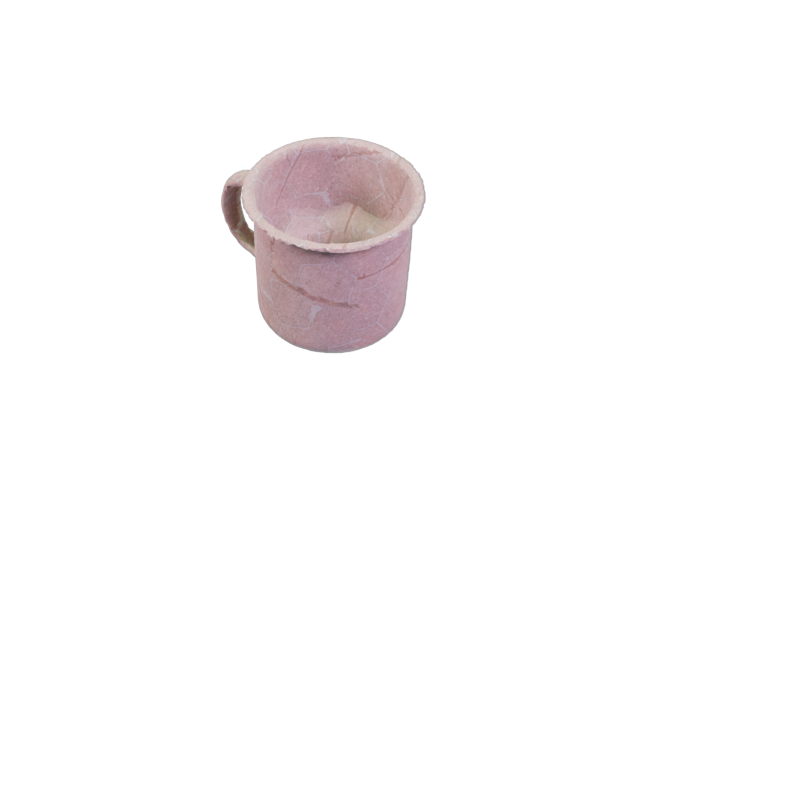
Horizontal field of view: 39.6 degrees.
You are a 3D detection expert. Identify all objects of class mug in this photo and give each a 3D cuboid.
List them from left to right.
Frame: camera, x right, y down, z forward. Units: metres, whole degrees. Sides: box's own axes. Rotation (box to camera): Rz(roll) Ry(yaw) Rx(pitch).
[{"bbox_3d":[-0.046,-0.084,0.590,0.122,0.076,0.096,23,49,20],"label":"mug"}]
